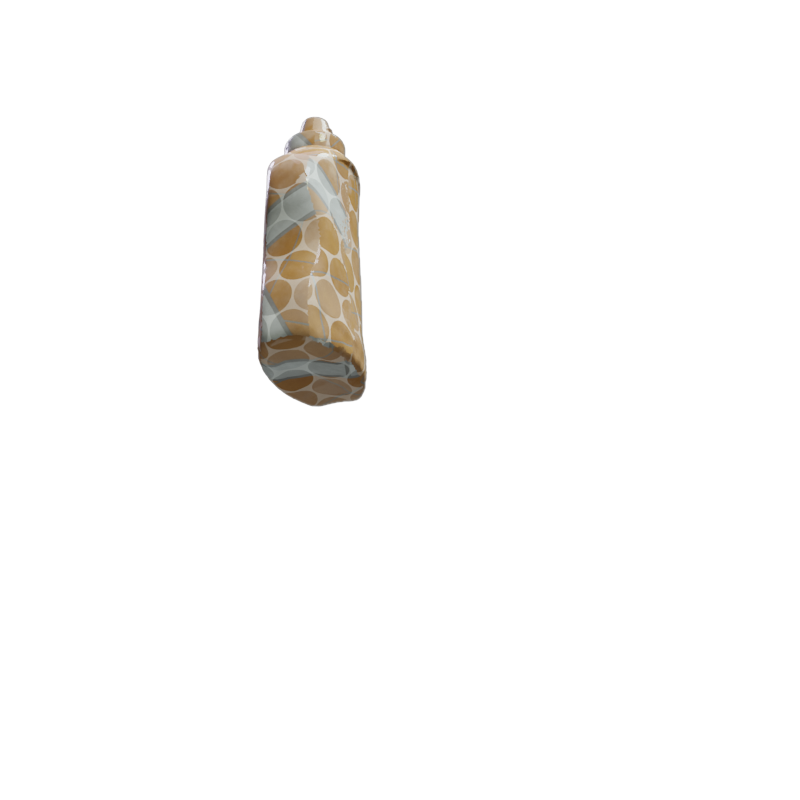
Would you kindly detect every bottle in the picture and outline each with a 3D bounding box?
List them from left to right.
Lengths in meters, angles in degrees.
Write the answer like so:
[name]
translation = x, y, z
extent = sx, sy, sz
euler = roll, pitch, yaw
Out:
[bottle]
translation = -0.055, -0.100, 0.703
extent = 0.059, 0.204, 0.089
euler = -12, -32, 16
